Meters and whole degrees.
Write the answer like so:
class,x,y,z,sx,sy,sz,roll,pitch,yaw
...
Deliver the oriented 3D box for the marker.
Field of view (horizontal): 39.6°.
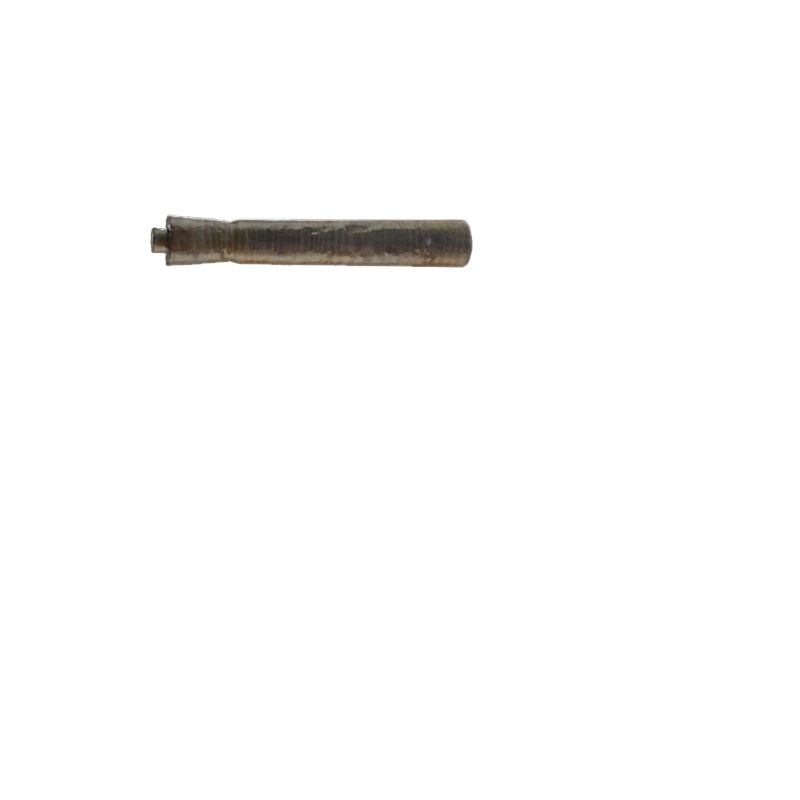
class,x,y,z,sx,sy,sz,roll,pitch,yaw
marker,-0.033,-0.059,0.416,0.119,0.020,0.020,-1,4,-14
